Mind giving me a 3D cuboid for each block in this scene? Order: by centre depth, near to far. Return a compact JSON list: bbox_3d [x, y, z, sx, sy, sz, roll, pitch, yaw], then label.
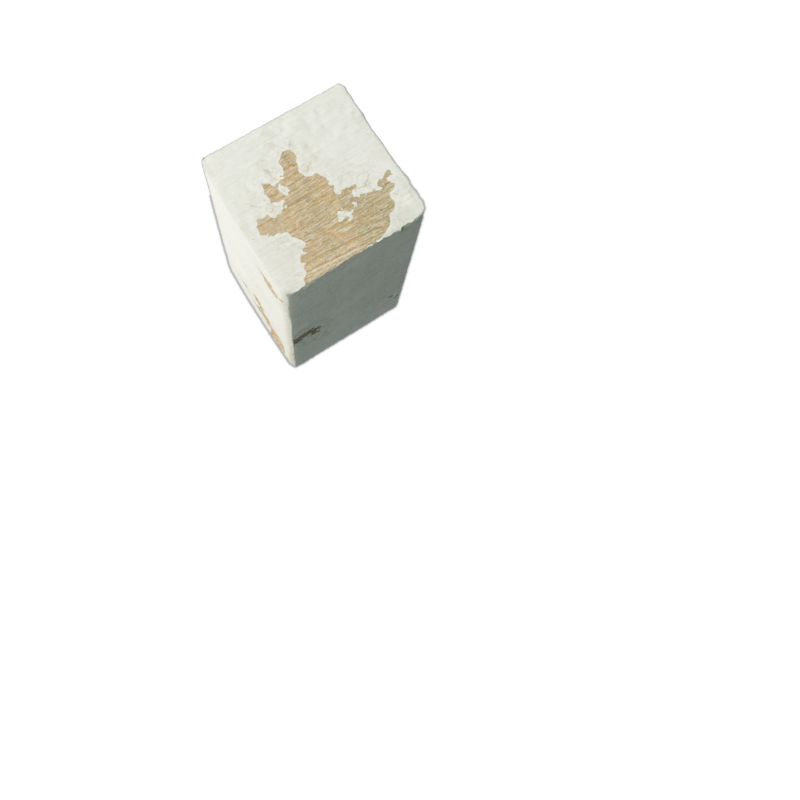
[{"bbox_3d":[-0.053,-0.096,0.678,0.091,0.093,0.200,-31,-7,-9],"label":"block"}]
